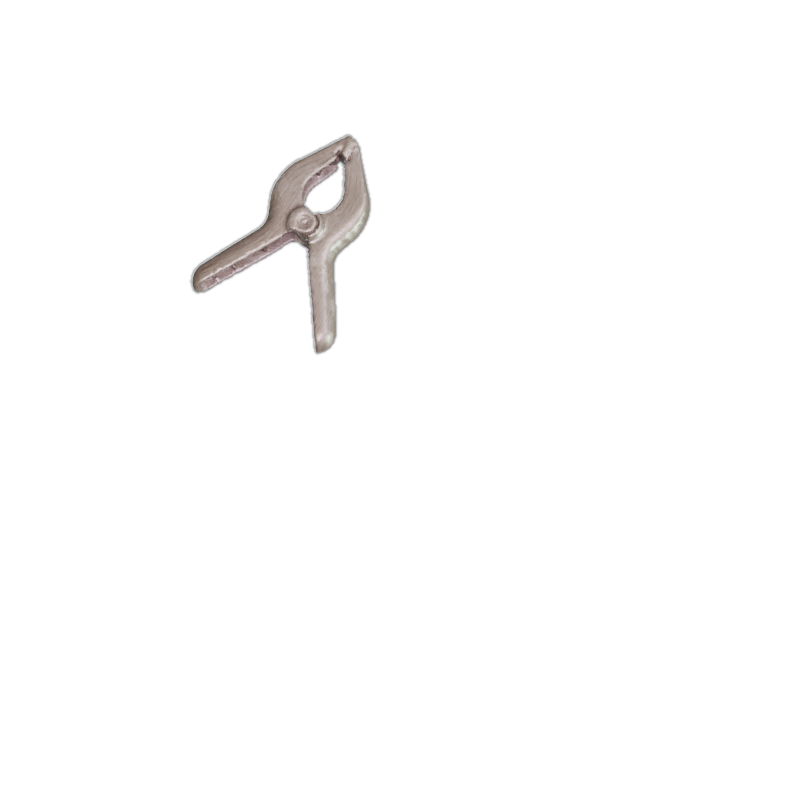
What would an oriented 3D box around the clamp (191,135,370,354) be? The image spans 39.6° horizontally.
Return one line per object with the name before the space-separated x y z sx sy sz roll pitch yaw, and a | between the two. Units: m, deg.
clamp | -0.068 -0.123 0.862 0.122 0.173 0.038 35 -10 7
